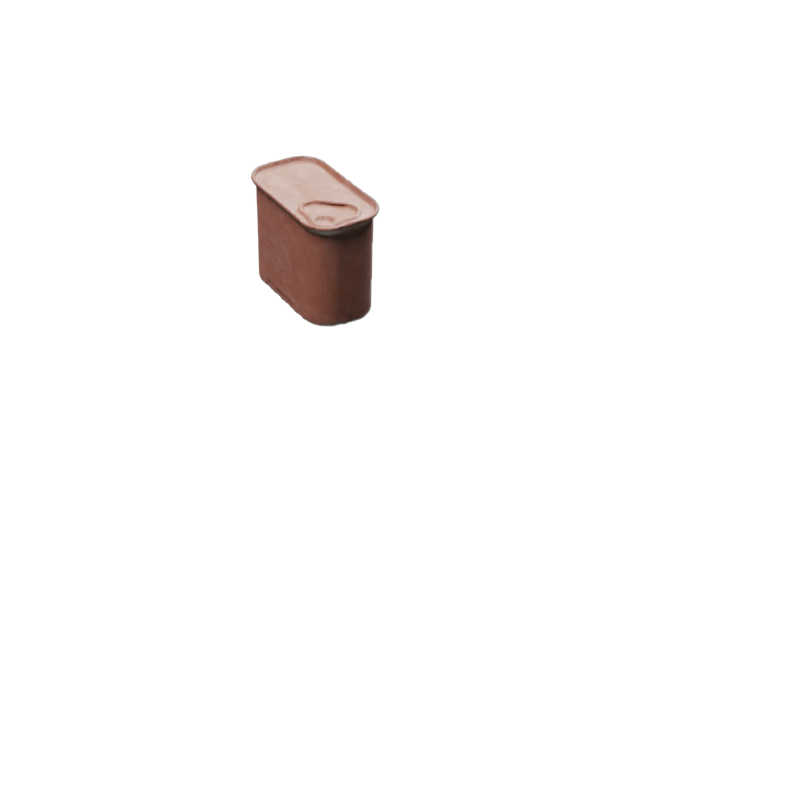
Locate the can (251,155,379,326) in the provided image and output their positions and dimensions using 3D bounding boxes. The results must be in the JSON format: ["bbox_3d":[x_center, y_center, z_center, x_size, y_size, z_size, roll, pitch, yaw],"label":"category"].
[{"bbox_3d":[-0.061,-0.111,0.776,0.057,0.078,0.110,-19,40,-27],"label":"can"}]
